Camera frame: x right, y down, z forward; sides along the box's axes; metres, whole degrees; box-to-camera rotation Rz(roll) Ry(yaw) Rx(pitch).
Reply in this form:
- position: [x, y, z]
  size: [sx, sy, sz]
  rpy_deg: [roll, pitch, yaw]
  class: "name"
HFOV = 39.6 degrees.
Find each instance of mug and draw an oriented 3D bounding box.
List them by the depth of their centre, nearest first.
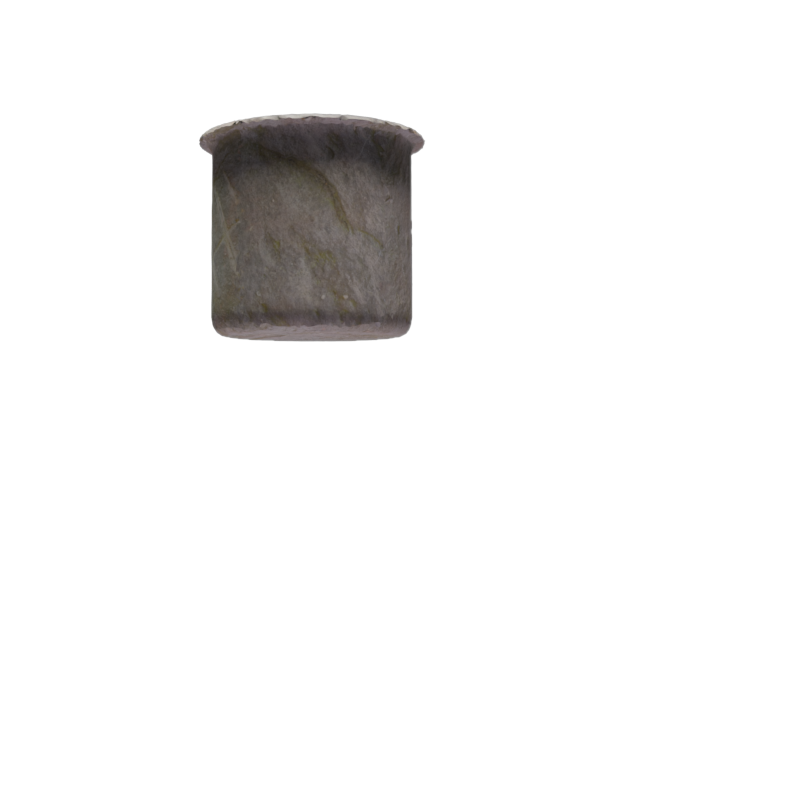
- position: [-0.036, -0.067, 0.466]
  size: [0.093, 0.083, 0.116]
  rpy_deg: [0, -3, 0]
  class: "mug"
